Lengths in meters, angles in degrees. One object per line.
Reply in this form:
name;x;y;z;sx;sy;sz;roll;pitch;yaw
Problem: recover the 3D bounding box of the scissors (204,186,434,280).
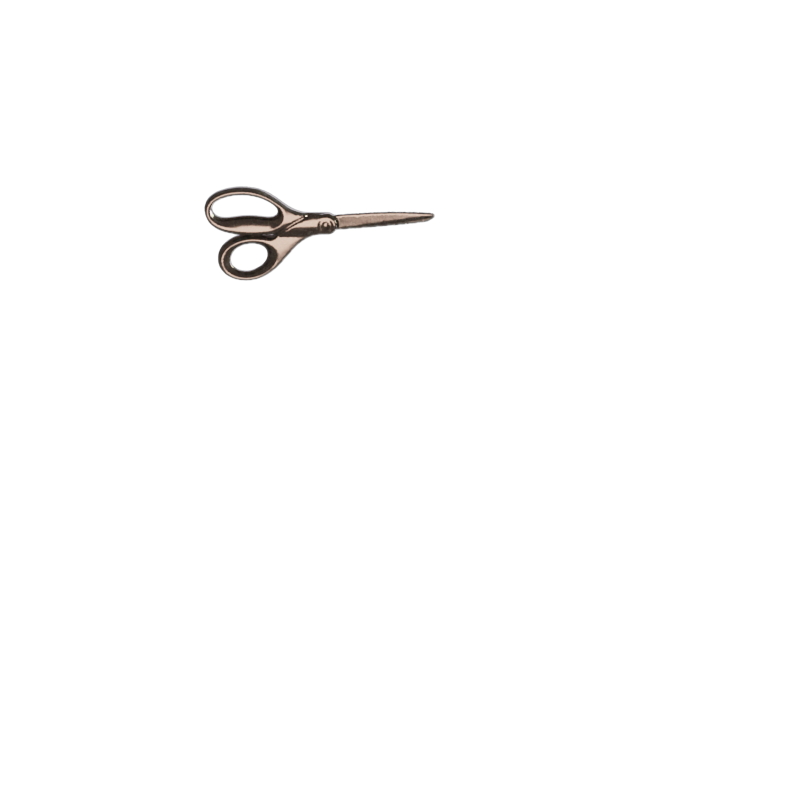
scissors;-0.078;-0.142;0.993;0.200;0.092;0.017;10;24;-5
